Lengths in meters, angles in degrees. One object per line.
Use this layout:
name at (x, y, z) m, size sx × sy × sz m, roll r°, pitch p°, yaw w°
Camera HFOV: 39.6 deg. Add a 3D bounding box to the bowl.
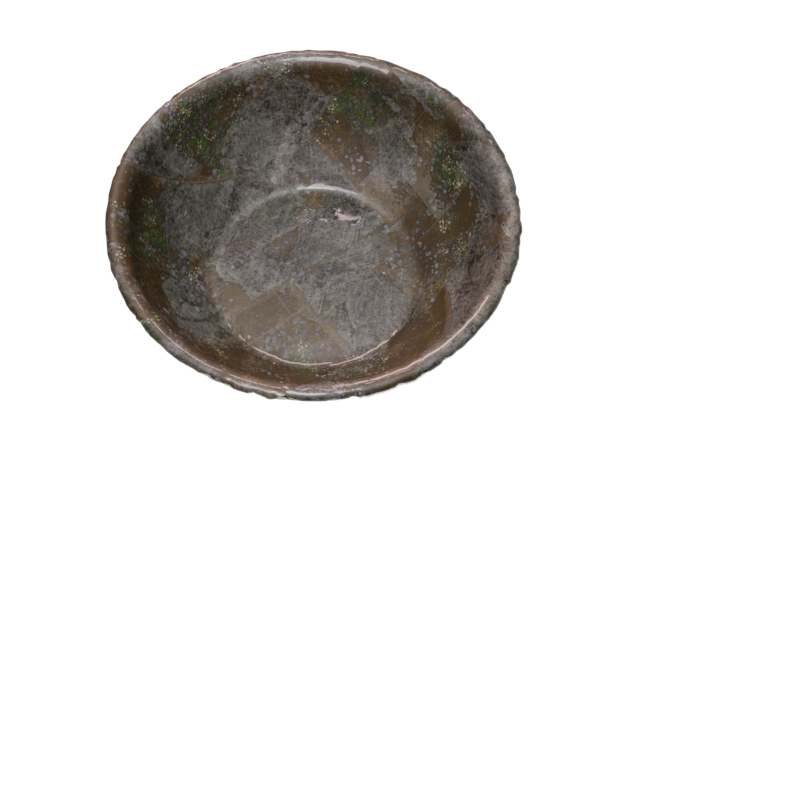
bowl at (-0.035, -0.065, 0.452) m, size 0.162 × 0.172 × 0.052 m, roll -1°, pitch -29°, yaw -1°
